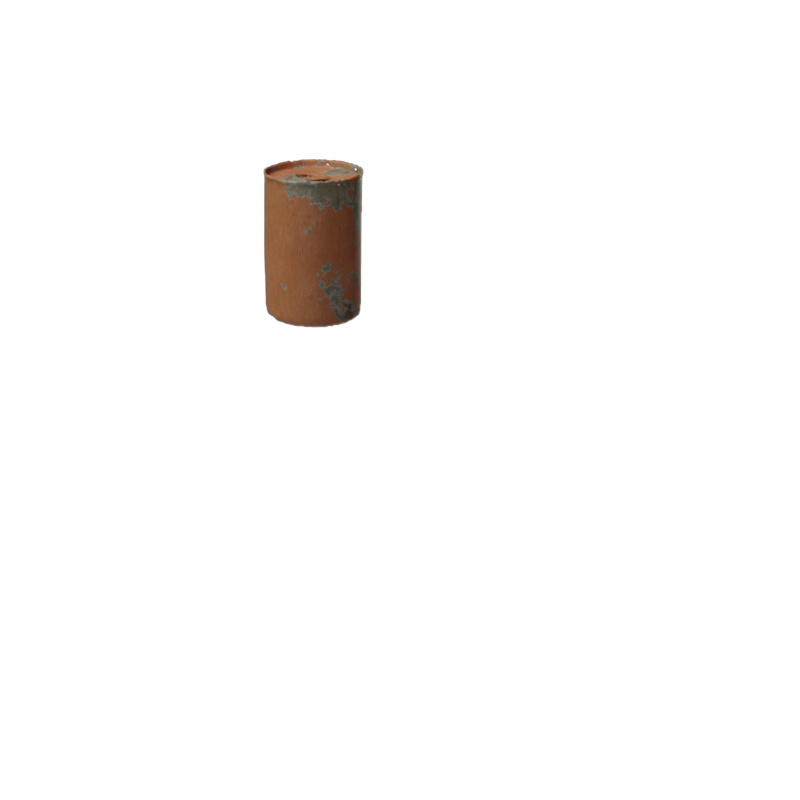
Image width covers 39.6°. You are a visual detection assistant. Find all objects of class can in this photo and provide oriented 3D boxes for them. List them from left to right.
[{"bbox_3d":[-0.060,-0.109,0.763,0.068,0.098,0.072,0,19,-2],"label":"can"}]
